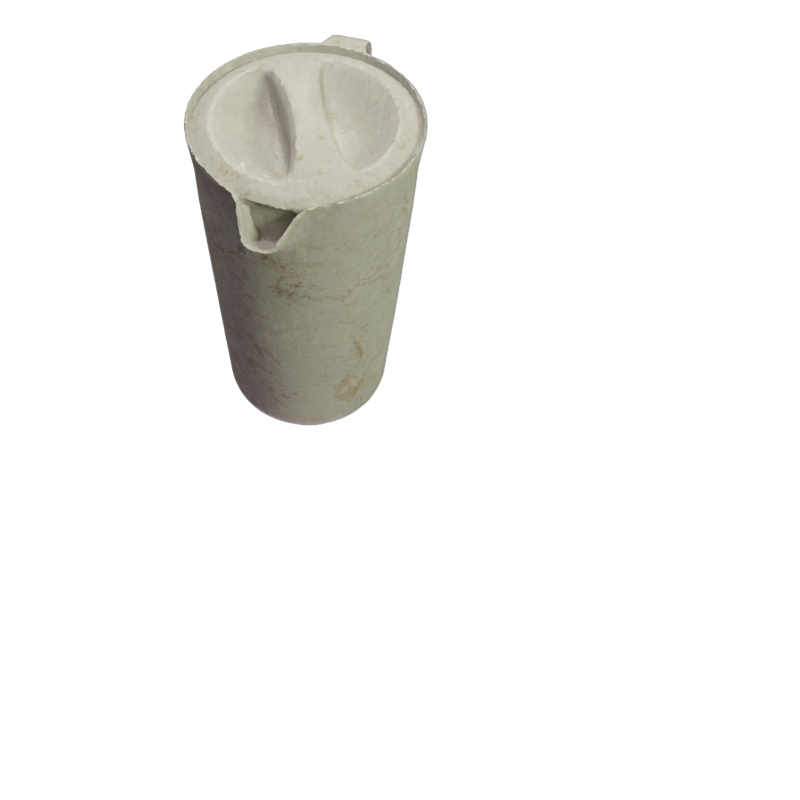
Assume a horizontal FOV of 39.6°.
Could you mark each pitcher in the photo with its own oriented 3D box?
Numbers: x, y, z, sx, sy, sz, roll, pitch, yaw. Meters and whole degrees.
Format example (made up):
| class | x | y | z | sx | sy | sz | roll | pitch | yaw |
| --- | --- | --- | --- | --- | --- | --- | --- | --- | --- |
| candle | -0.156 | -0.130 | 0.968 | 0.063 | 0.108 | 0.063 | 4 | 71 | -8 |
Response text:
| class | x | y | z | sx | sy | sz | roll | pitch | yaw |
| --- | --- | --- | --- | --- | --- | --- | --- | --- | --- |
| pitcher | -0.055 | -0.100 | 0.698 | 0.148 | 0.156 | 0.227 | -24 | -32 | -20 |
